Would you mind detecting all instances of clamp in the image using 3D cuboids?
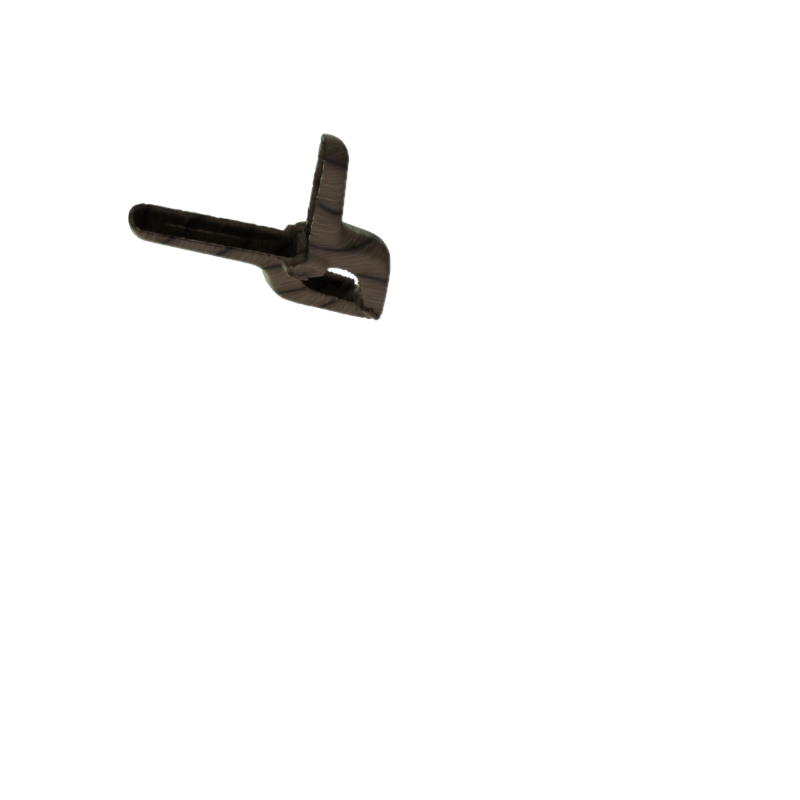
[{"bbox_3d":[-0.061,-0.110,0.773,0.166,0.039,0.196,-17,-29,33],"label":"clamp"}]
